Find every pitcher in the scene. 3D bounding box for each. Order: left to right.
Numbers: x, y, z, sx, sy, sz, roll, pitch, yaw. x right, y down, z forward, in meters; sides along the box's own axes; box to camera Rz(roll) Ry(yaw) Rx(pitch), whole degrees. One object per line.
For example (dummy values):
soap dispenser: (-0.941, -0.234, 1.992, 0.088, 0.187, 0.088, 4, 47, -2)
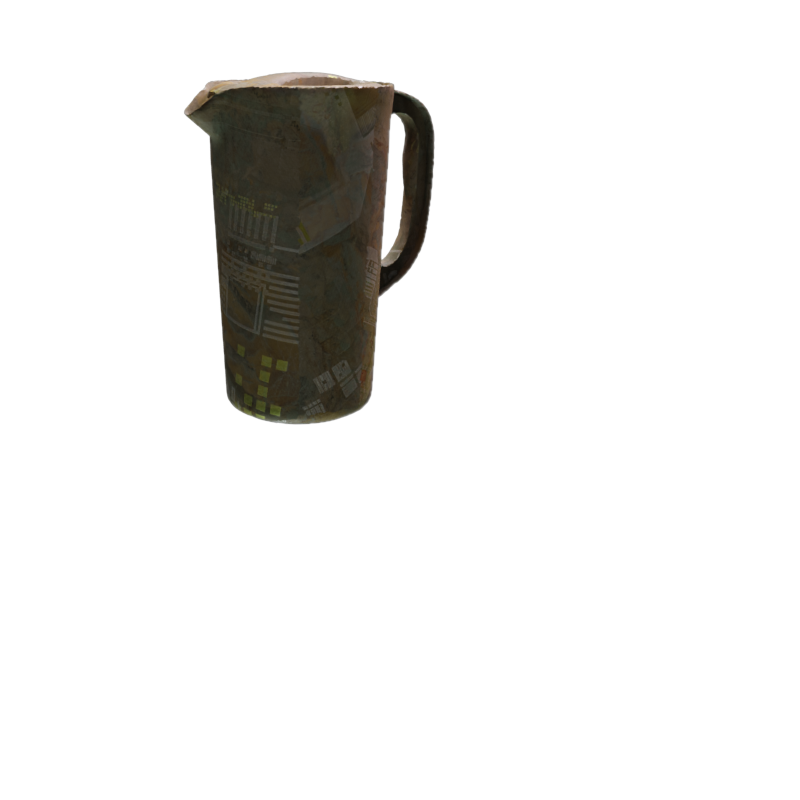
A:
pitcher: (-0.063, -0.115, 0.802, 0.153, 0.236, 0.146, 5, 14, 16)
